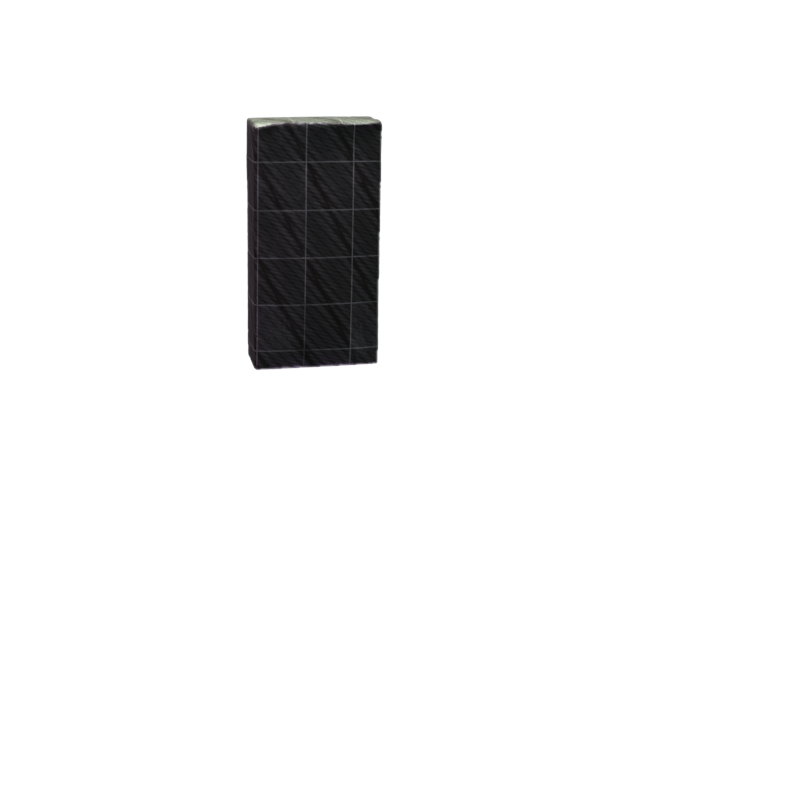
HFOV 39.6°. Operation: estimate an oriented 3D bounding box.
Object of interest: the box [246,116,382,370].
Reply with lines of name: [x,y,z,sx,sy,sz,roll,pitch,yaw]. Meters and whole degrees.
box: [-0.062,-0.113,0.792,0.092,0.170,0.050,-3,15,-12]
